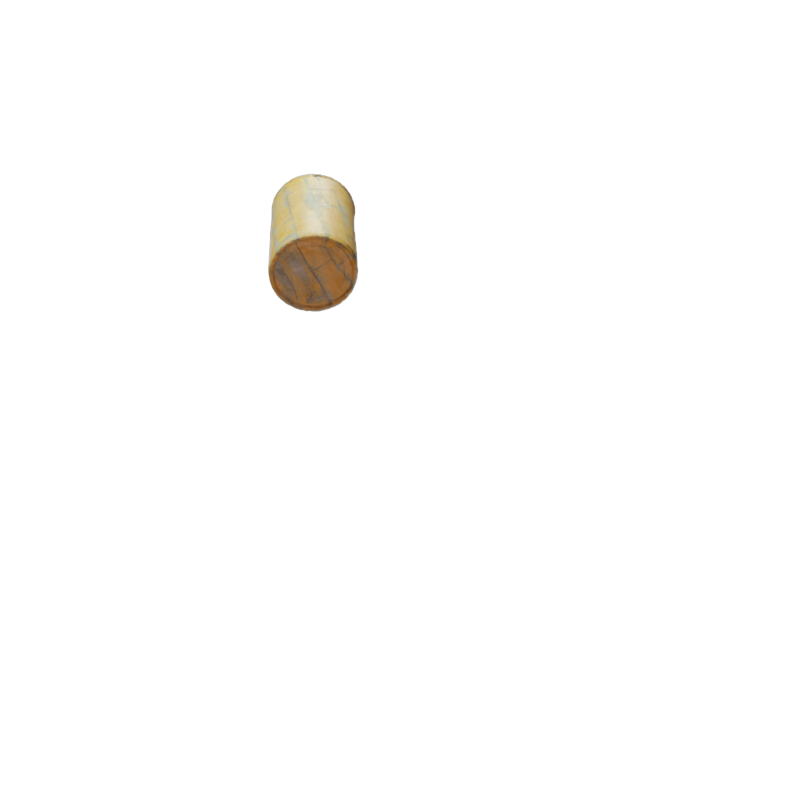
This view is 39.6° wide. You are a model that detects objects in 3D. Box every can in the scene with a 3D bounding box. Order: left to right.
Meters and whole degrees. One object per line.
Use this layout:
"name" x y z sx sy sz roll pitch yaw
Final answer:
"can" -0.067 -0.122 0.855 0.068 0.064 0.109 -1 34 -3
